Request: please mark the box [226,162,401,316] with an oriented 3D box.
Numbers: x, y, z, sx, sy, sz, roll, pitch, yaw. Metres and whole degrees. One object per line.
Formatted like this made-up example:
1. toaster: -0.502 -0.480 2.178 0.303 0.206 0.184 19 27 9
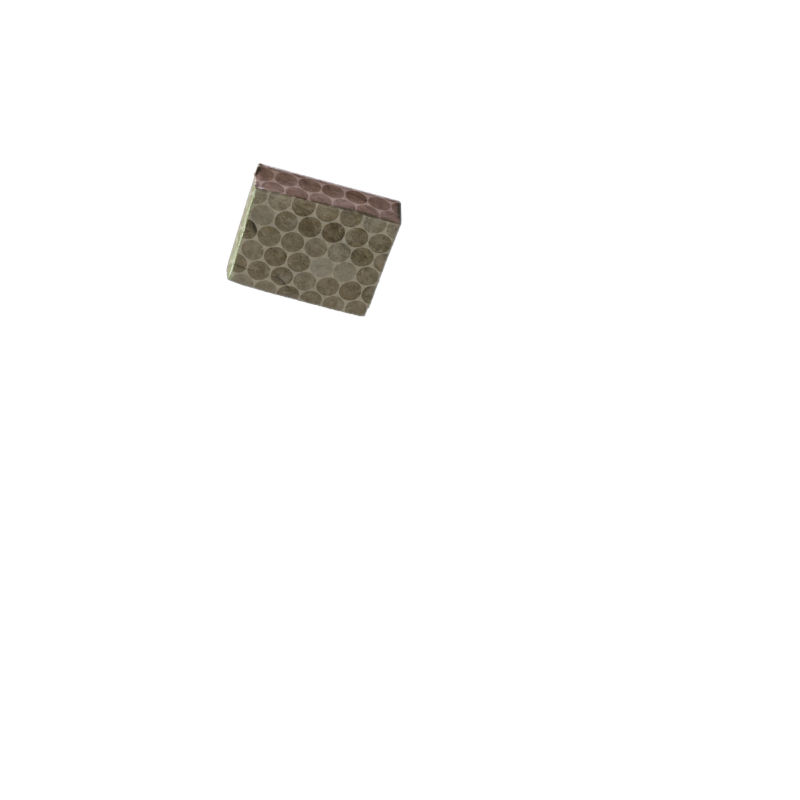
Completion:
1. box: -0.065 -0.118 0.826 0.111 0.086 0.042 14 35 -10
